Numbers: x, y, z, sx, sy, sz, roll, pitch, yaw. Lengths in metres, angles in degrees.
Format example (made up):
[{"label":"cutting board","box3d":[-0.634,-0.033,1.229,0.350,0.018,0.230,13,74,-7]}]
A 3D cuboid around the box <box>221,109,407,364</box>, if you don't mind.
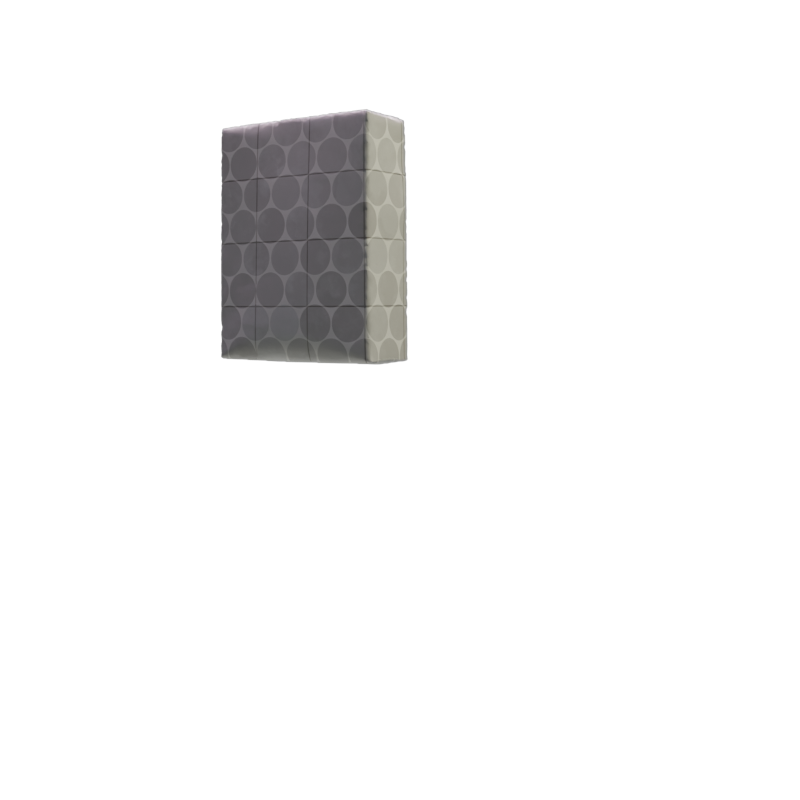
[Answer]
[{"label":"box","box3d":[-0.078,-0.141,0.990,0.170,0.216,0.069,-1,-3,34]}]
